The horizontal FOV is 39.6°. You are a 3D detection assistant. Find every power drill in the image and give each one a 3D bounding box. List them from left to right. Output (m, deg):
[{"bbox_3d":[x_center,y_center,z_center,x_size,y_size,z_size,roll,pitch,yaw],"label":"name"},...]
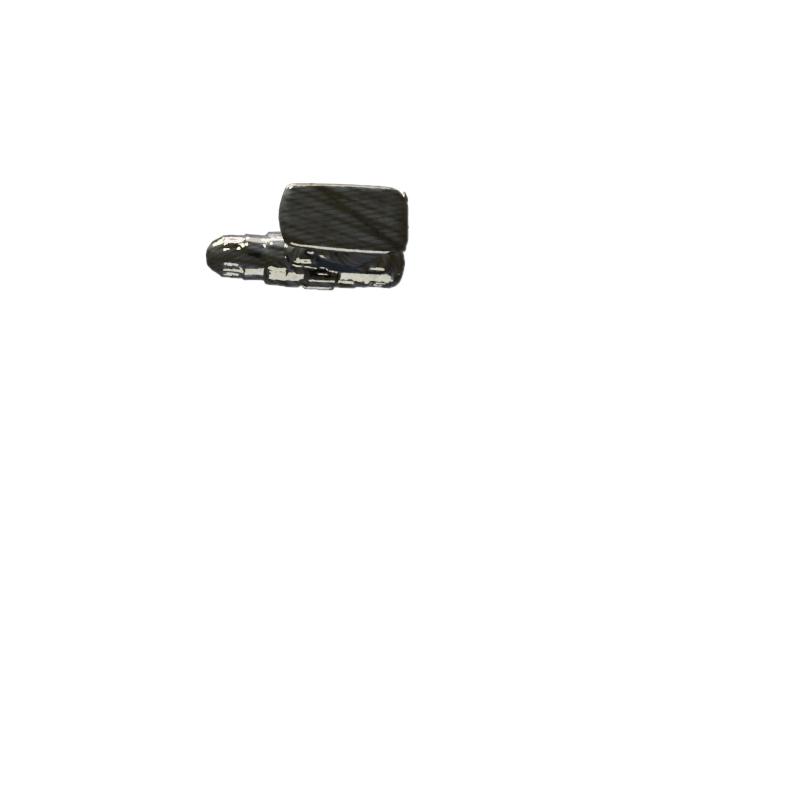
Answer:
[{"bbox_3d":[-0.076,-0.138,0.965,0.182,0.059,0.186,1,-5,-8],"label":"power drill"}]
